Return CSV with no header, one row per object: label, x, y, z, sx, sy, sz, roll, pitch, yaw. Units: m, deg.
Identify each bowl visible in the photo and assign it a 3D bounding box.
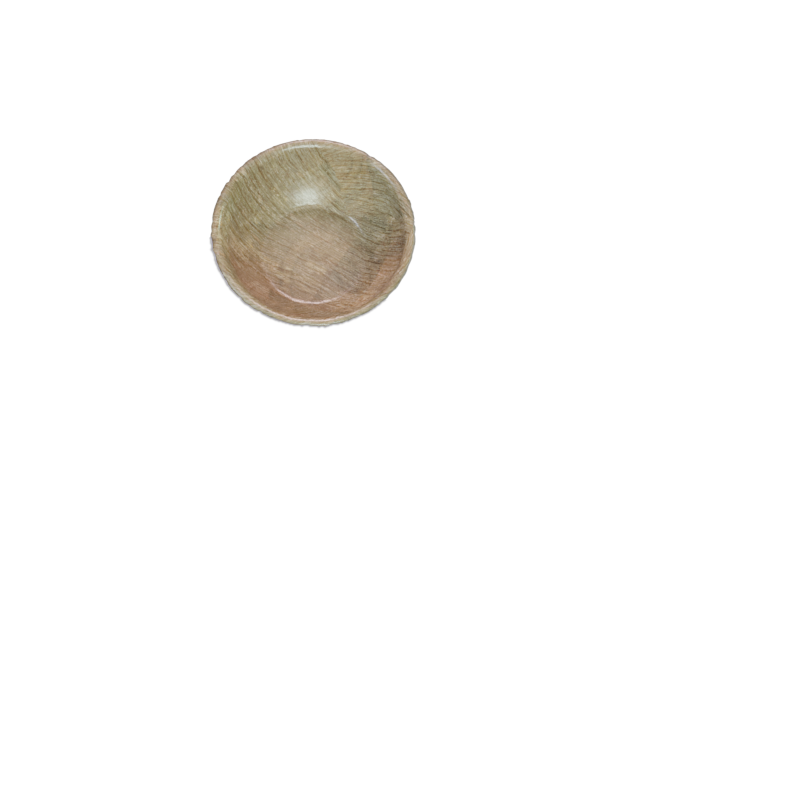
bowl,-0.070,-0.128,0.897,0.162,0.170,0.052,-1,-21,-1
